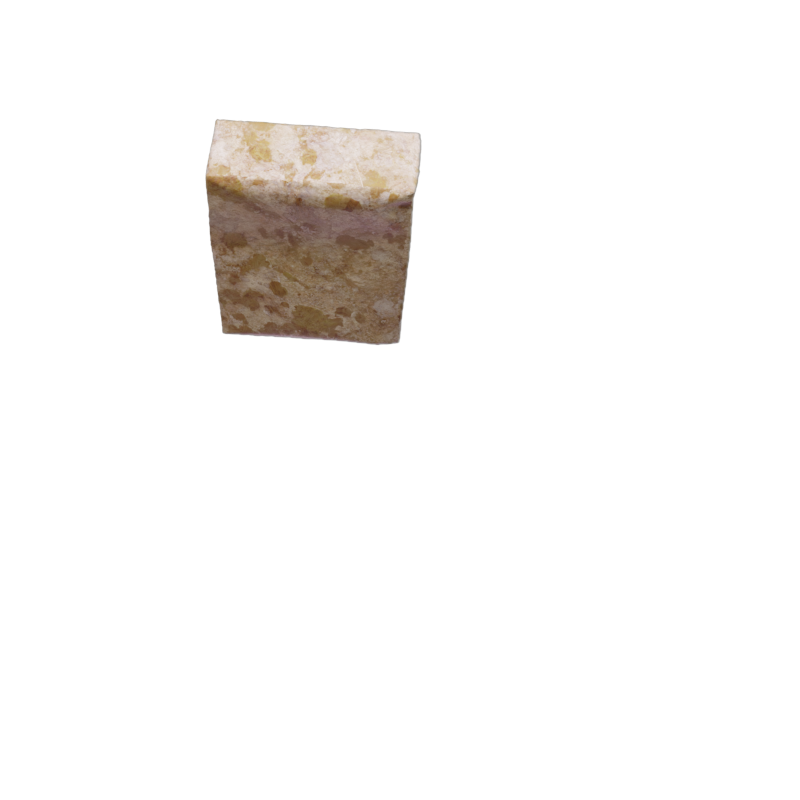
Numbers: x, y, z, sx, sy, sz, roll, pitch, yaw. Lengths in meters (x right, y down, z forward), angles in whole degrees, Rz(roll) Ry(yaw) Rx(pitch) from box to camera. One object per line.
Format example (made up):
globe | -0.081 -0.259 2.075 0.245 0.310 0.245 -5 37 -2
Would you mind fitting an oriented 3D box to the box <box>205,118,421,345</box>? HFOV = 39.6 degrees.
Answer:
box | -0.073 -0.133 0.930 0.165 0.076 0.200 5 -33 1
